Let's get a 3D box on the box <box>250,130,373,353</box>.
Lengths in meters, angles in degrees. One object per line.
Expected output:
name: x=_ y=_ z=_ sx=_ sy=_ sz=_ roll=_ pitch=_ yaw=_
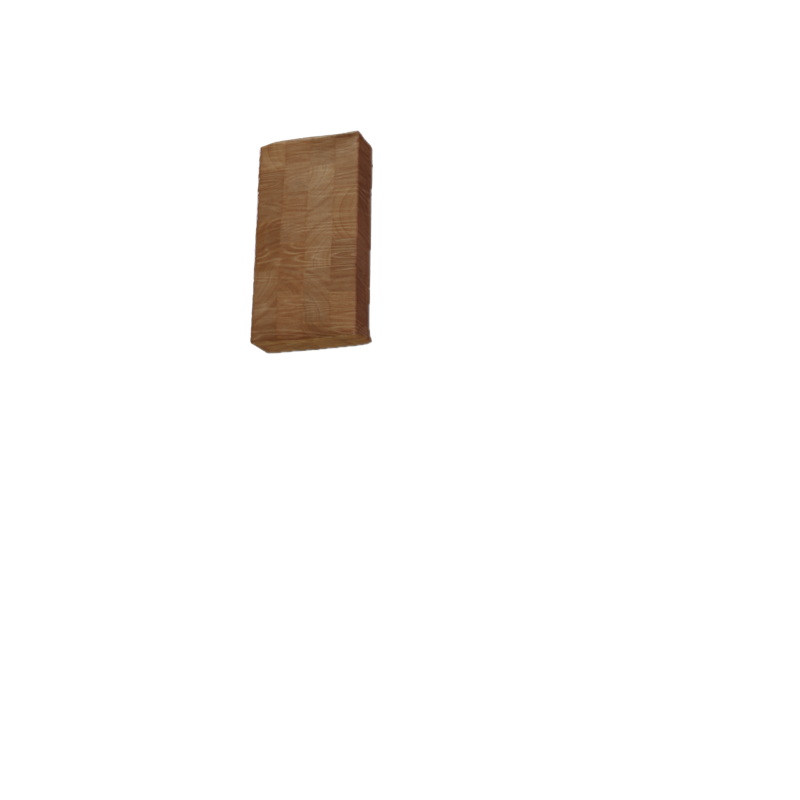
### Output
box: x=-0.072 y=-0.131 z=0.914 sx=0.095 sy=0.184 sz=0.045 roll=-7 pitch=-18 yaw=18
